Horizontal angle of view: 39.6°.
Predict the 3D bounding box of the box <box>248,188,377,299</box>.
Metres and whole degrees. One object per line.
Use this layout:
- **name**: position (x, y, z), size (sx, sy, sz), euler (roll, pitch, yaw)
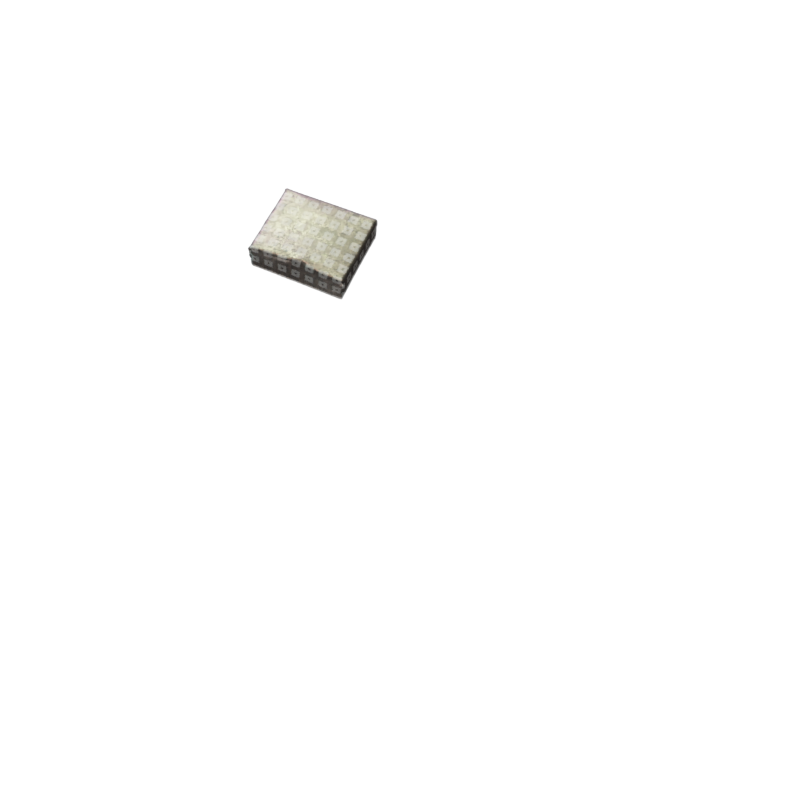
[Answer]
- **box**: position (-0.074, -0.135, 0.948), size (0.092, 0.076, 0.028), euler (21, -32, 13)
